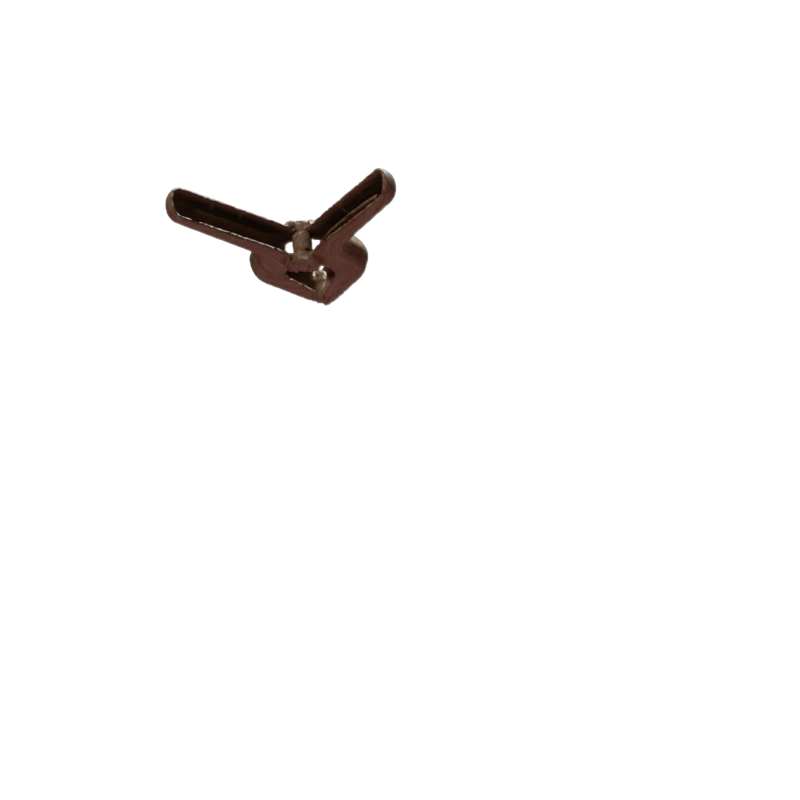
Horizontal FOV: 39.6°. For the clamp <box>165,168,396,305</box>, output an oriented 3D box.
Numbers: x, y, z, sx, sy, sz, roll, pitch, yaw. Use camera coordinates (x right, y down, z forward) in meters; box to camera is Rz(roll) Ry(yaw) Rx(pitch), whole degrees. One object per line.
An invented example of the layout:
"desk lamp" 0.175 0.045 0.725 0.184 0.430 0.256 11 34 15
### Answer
"clamp" -0.067 -0.122 0.856 0.167 0.038 0.197 -4 -17 14
